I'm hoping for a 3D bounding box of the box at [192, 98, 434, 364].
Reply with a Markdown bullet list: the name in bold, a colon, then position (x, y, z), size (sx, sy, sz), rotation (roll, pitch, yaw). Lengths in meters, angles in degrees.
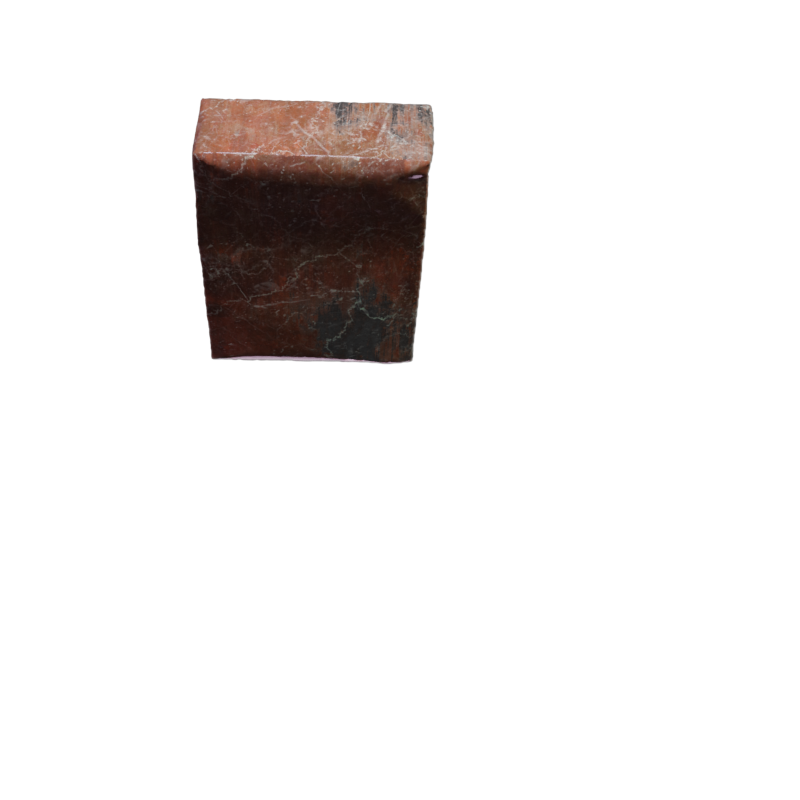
- **box**: position (-0.065, -0.118, 0.824), size (0.164, 0.077, 0.199), rotation (3, -41, 0)
